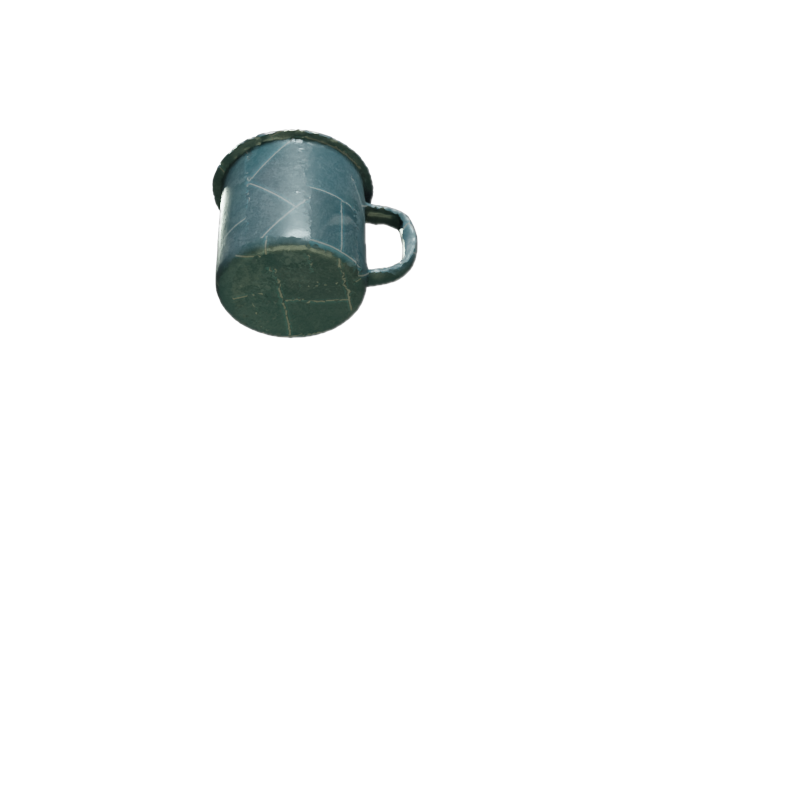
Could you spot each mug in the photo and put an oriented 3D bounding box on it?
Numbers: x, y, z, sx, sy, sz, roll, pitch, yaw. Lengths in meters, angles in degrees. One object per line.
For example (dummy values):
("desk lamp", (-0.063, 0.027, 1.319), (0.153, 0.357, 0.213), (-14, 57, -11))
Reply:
("mug", (-0.048, -0.088, 0.617), (0.116, 0.087, 0.088), (5, -40, -8))
